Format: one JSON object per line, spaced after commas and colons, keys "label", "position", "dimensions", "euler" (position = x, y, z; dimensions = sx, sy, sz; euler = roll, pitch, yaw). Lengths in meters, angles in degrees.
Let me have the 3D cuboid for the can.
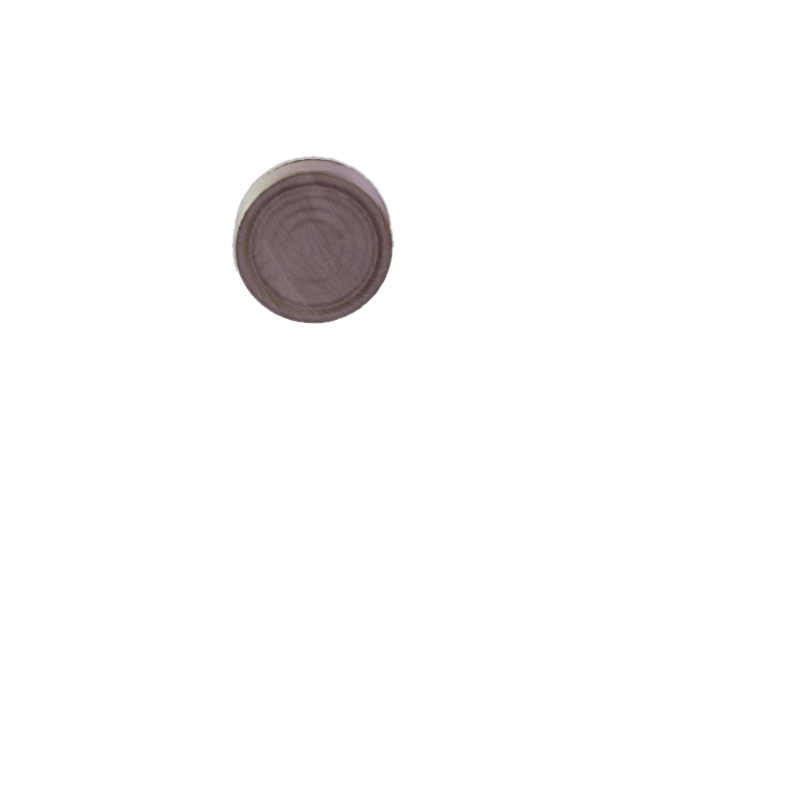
{"label": "can", "position": [-0.047, -0.085, 0.598], "dimensions": [0.086, 0.083, 0.035], "euler": [0, 18, -1]}
